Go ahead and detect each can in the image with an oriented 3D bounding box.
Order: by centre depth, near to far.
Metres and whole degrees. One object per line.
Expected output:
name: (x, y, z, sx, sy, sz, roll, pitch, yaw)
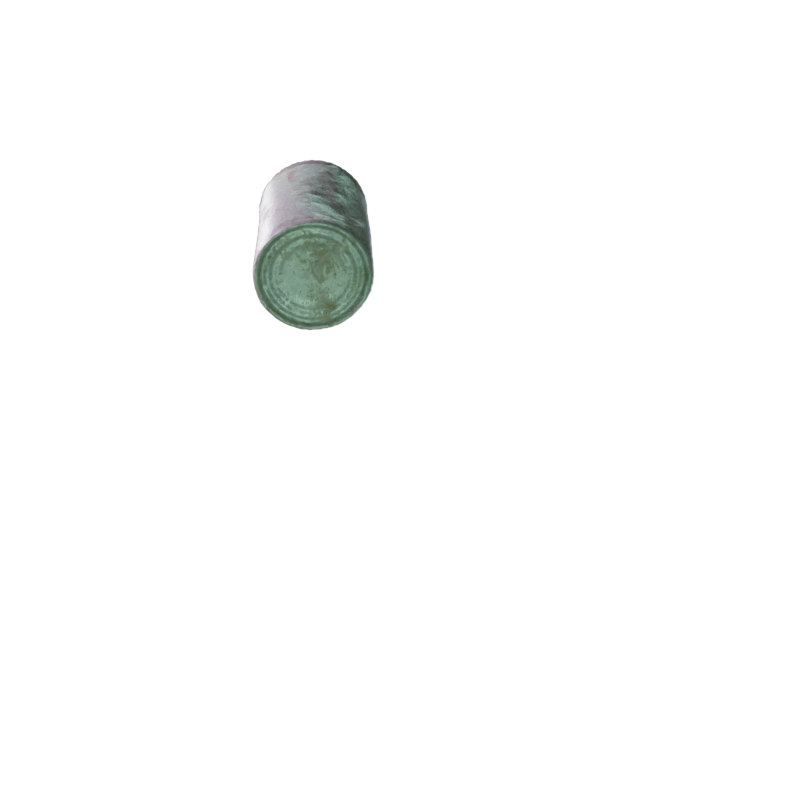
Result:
can: (-0.051, -0.093, 0.649, 0.068, 0.065, 0.108, 0, 28, -3)
